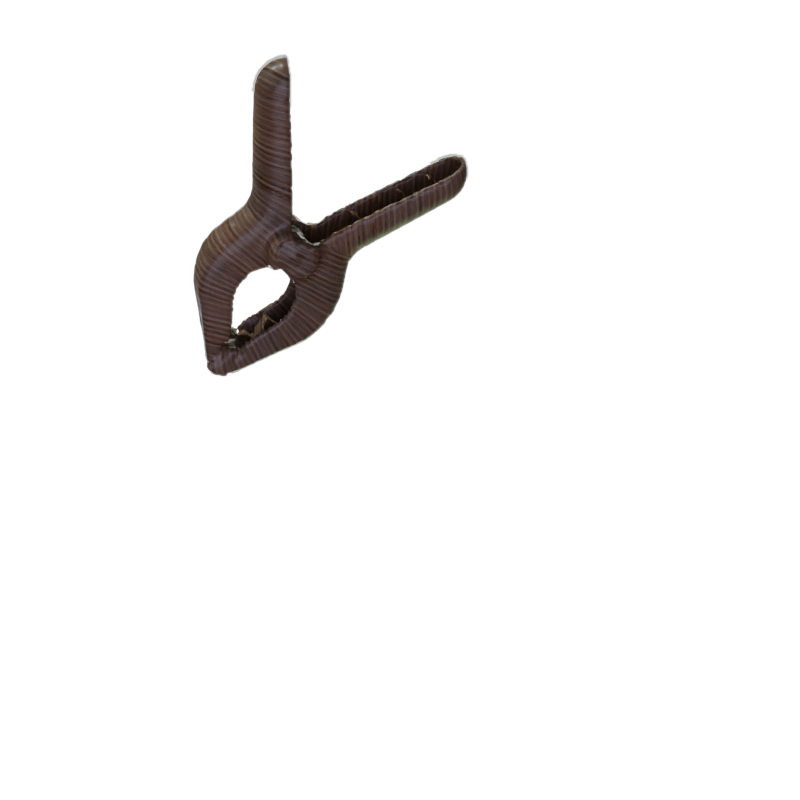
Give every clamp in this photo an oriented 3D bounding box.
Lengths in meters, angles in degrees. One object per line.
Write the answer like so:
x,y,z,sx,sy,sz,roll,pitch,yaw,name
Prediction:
-0.045,-0.083,0.578,0.117,0.166,0.041,22,24,-11,clamp
